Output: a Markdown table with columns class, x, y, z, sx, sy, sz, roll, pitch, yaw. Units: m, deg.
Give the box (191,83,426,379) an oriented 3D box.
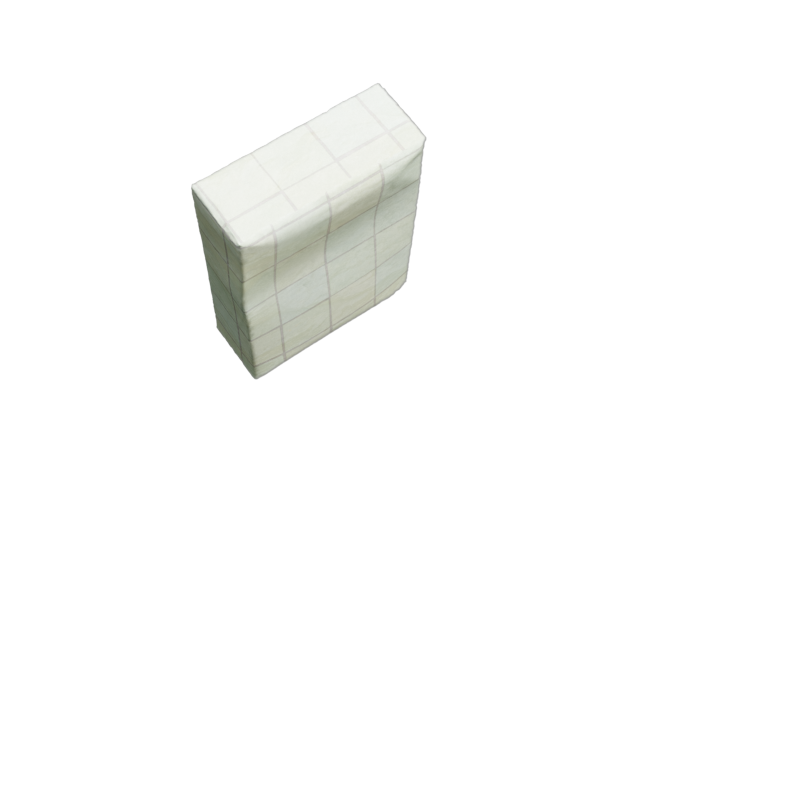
| class | x | y | z | sx | sy | sz | roll | pitch | yaw |
| --- | --- | --- | --- | --- | --- | --- | --- | --- | --- |
| box | -0.068 | -0.123 | 0.865 | 0.164 | 0.076 | 0.202 | -33 | -19 | -18 |
